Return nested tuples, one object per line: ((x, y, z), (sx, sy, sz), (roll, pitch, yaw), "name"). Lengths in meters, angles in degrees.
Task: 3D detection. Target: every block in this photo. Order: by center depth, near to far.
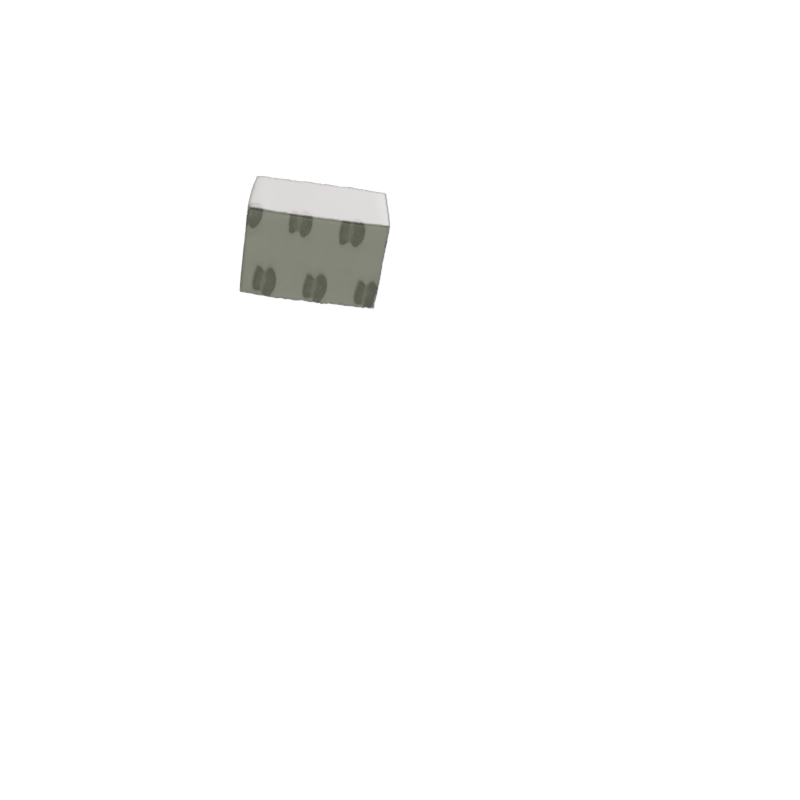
((-0.049, -0.088, 0.620), (0.077, 0.050, 0.054), (8, 27, -5), "block")
